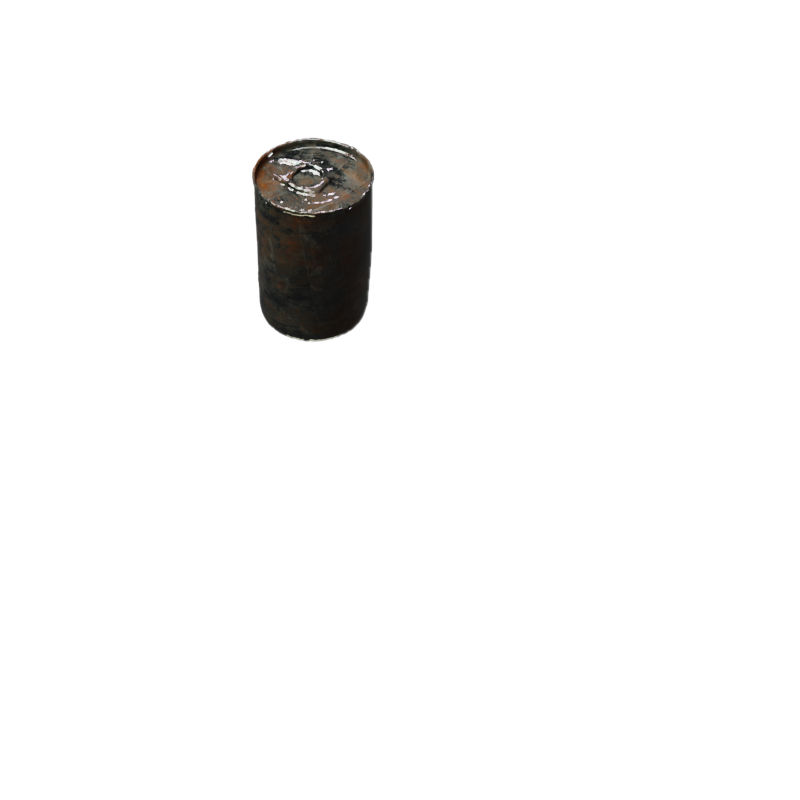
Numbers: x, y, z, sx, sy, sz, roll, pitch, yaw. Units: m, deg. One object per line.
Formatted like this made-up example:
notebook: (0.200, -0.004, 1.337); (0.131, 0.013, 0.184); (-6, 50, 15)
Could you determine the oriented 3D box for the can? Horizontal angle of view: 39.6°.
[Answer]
can: (-0.051, -0.093, 0.648); (0.068, 0.074, 0.095); (0, -44, -3)
